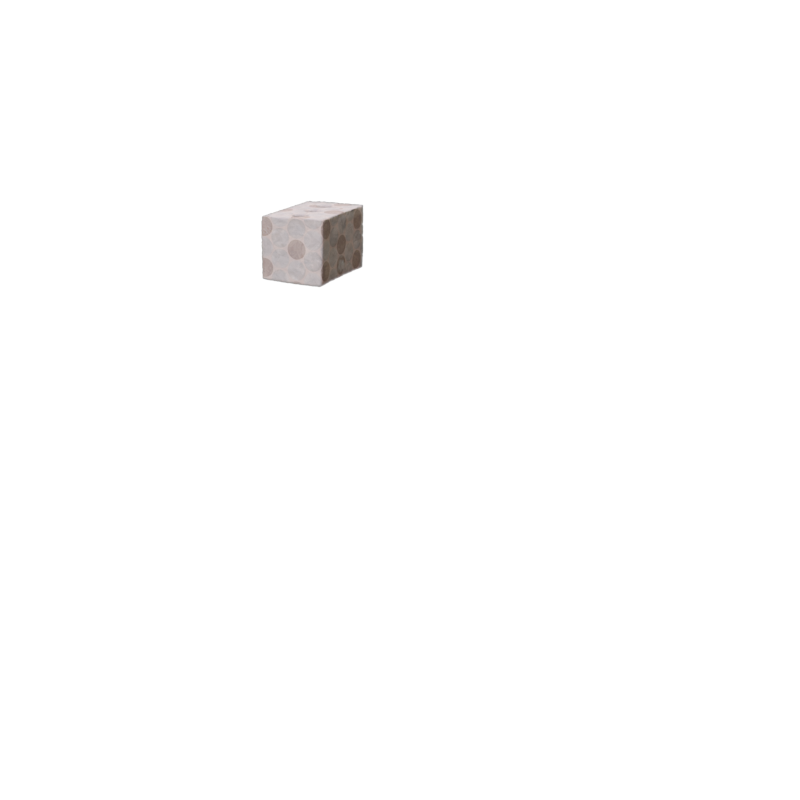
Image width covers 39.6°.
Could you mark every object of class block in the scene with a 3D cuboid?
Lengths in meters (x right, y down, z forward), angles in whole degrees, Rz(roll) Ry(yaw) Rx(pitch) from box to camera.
[{"bbox_3d":[-0.068,-0.123,0.865,0.055,0.049,0.078,7,19,22],"label":"block"}]
